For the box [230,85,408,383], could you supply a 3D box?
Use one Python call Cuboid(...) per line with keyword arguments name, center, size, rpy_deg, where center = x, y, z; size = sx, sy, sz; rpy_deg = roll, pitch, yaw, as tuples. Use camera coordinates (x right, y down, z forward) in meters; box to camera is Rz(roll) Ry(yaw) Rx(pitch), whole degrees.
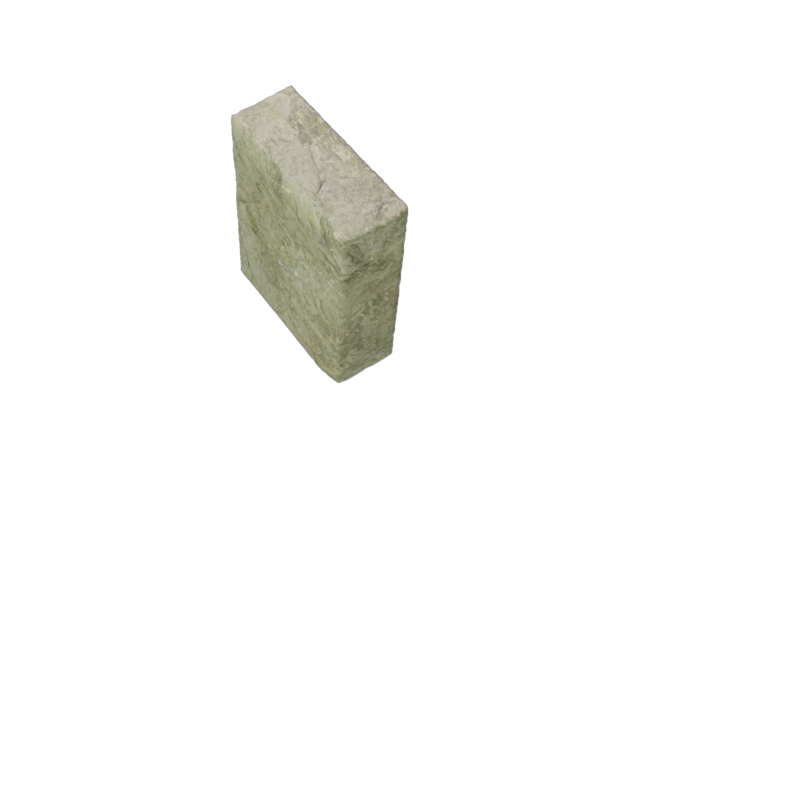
Cuboid(name="box", center=(-0.075, -0.137, 0.958), size=(0.072, 0.175, 0.200), rpy_deg=(-30, -27, -21))
